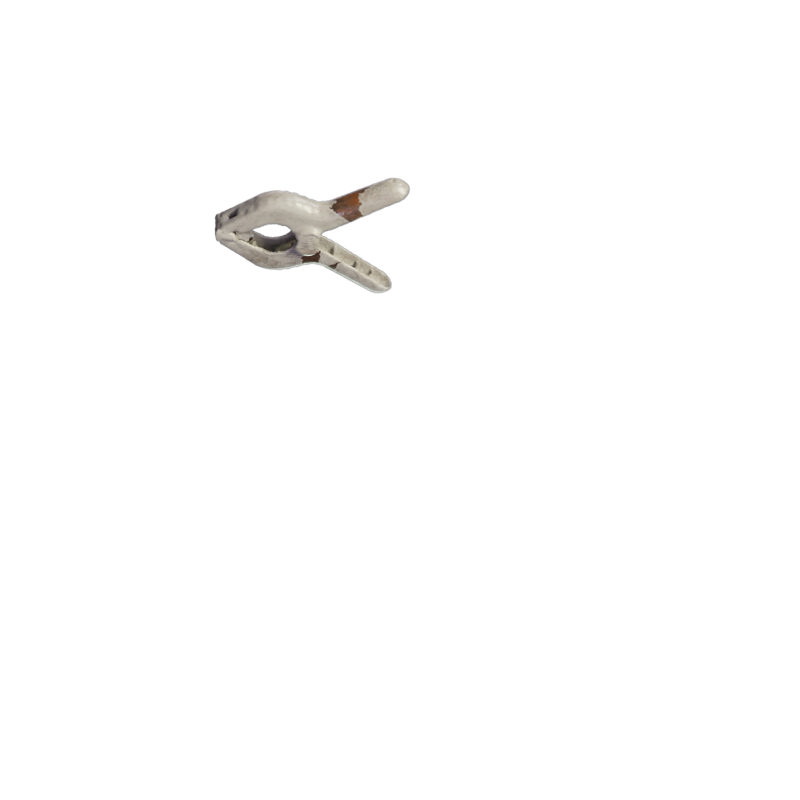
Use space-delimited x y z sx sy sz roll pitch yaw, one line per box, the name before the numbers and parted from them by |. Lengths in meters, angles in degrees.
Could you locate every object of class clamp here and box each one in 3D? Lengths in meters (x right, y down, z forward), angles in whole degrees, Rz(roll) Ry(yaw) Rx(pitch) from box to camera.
clamp | -0.077 -0.141 0.985 0.172 0.112 0.042 -2 34 1
